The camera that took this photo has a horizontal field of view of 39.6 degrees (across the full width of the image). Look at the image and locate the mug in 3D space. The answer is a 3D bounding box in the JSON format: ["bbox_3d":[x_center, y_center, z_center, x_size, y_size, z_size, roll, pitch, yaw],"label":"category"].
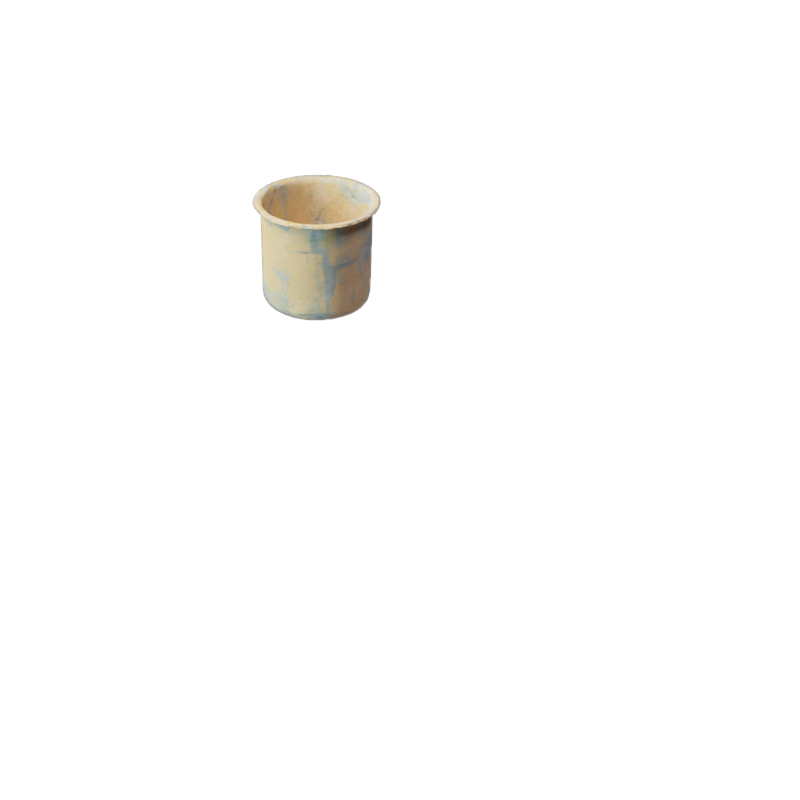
[{"bbox_3d":[-0.065,-0.119,0.833,0.092,0.077,0.126,-7,32,-13],"label":"mug"}]
